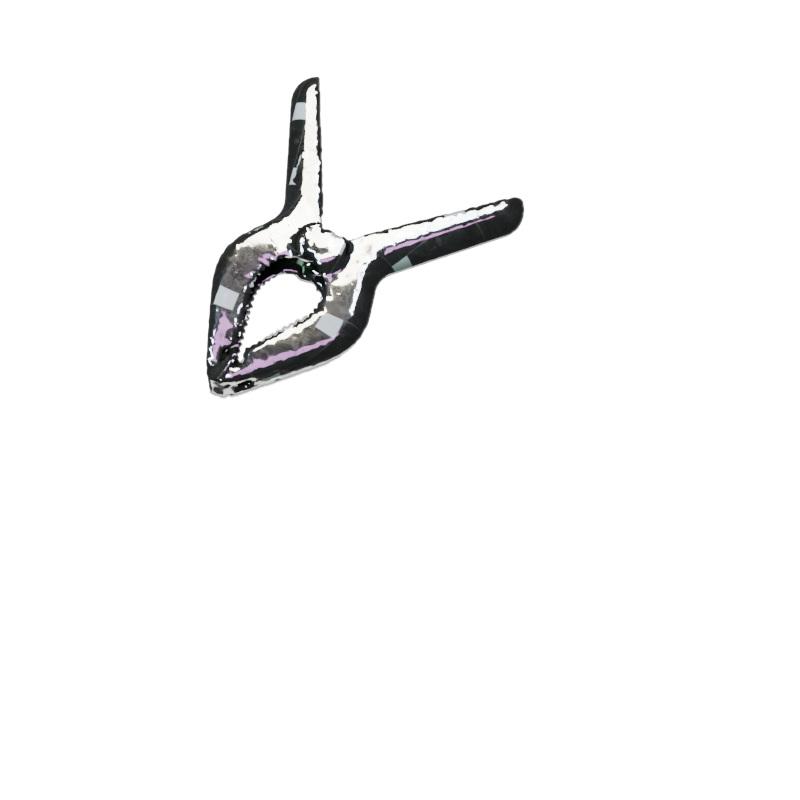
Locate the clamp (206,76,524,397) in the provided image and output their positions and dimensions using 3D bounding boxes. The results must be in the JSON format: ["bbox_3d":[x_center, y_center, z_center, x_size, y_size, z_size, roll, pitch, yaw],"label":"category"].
[{"bbox_3d":[-0.051,-0.094,0.656,0.172,0.213,0.034,38,-21,17],"label":"clamp"}]
